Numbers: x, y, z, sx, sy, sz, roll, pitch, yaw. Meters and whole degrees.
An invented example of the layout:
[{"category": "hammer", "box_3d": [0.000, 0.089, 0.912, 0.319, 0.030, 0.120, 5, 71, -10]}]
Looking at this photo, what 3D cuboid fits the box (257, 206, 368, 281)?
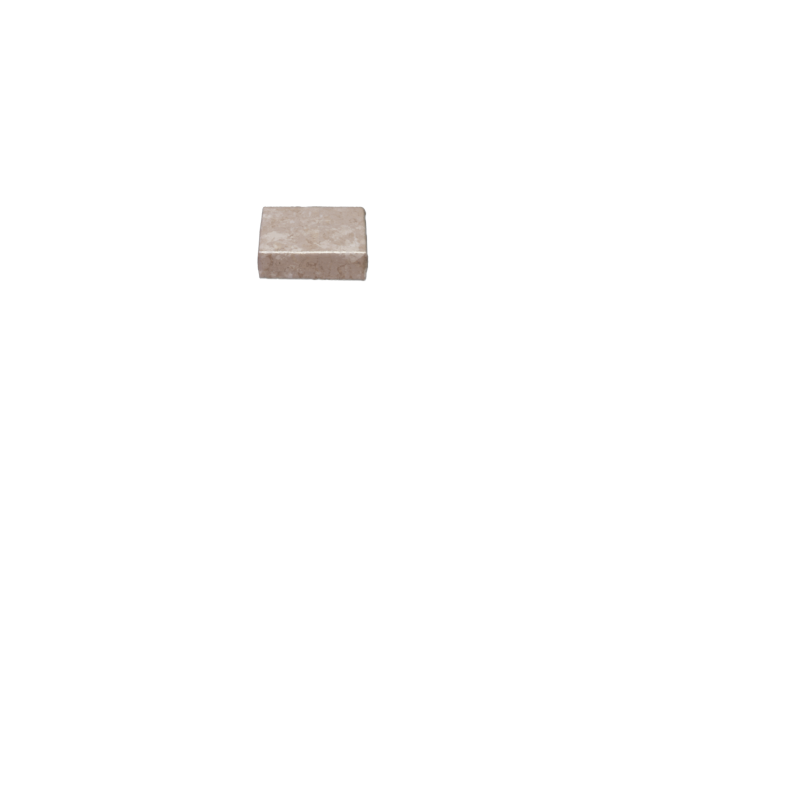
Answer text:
[{"category": "box", "box_3d": [-0.071, -0.131, 0.915, 0.089, 0.028, 0.078, 0, 37, -1]}]
